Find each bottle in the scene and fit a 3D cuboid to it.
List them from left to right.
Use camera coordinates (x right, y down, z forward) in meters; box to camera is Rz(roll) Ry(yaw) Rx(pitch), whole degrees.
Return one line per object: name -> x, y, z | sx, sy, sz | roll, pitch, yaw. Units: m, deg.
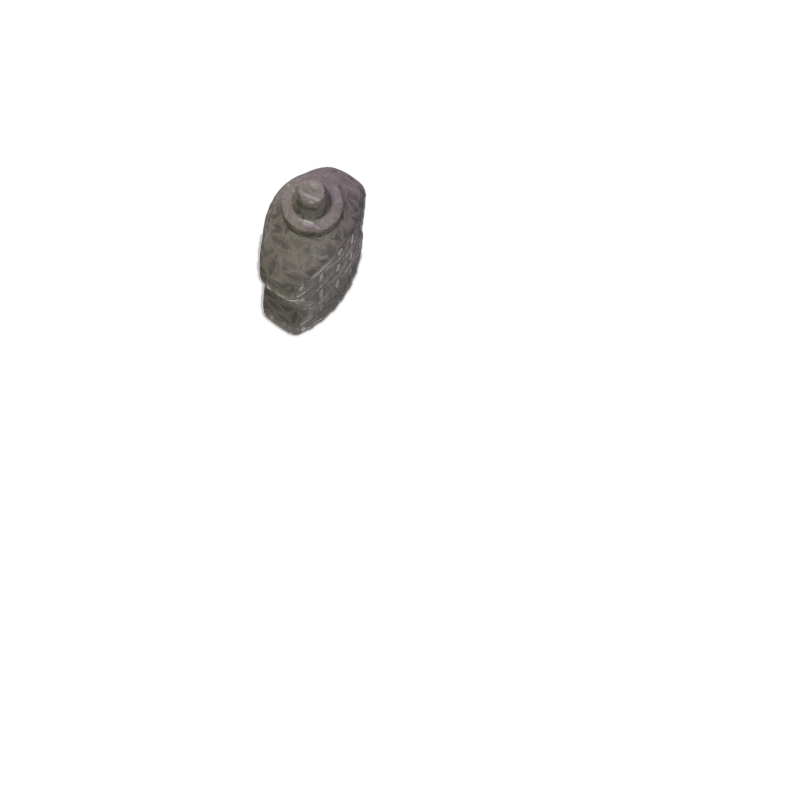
bottle -> -0.061, -0.112, 0.779 | 0.059, 0.097, 0.185 | 35, -12, 4
